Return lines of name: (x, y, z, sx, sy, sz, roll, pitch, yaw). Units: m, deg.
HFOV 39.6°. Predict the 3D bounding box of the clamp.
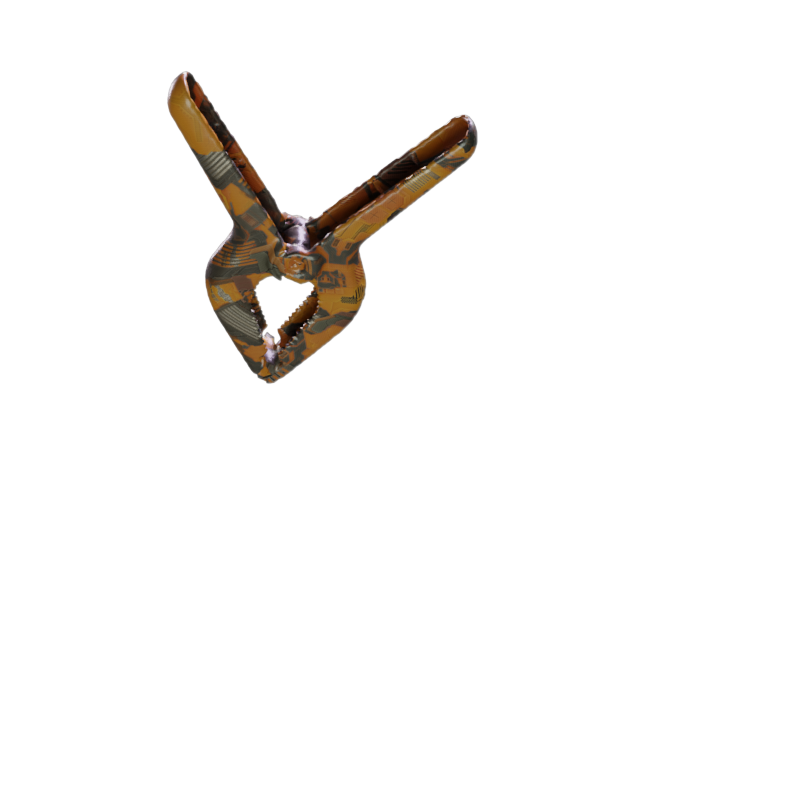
clamp: (-0.050, -0.091, 0.635, 0.164, 0.197, 0.039, 4, 43, -4)
